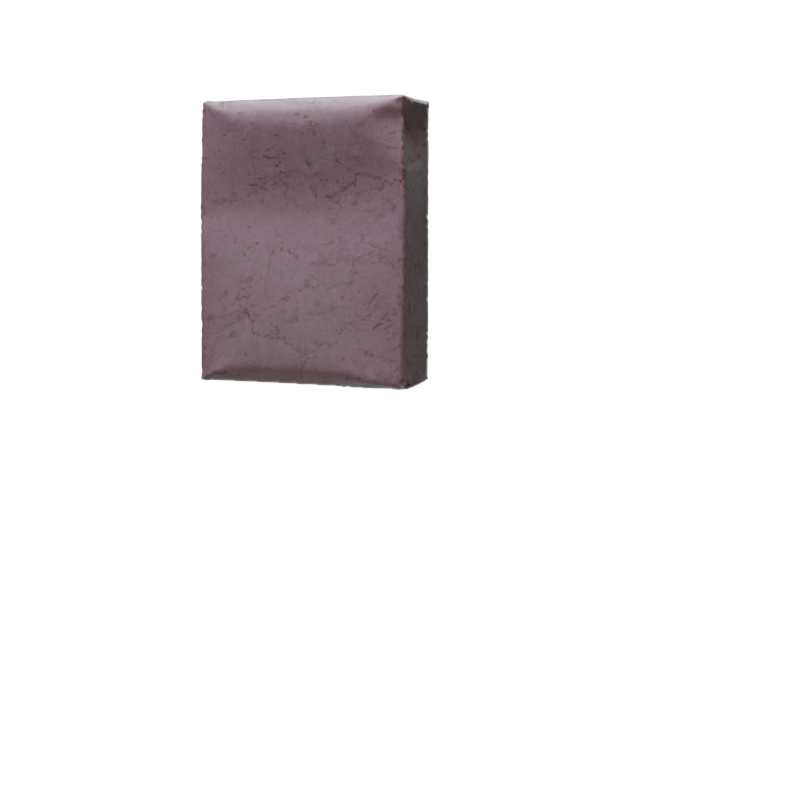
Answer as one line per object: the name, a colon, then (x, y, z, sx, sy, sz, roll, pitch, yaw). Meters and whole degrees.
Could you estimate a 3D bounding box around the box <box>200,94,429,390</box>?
box: (-0.065, -0.119, 0.835, 0.169, 0.213, 0.070, 2, 3, 20)
